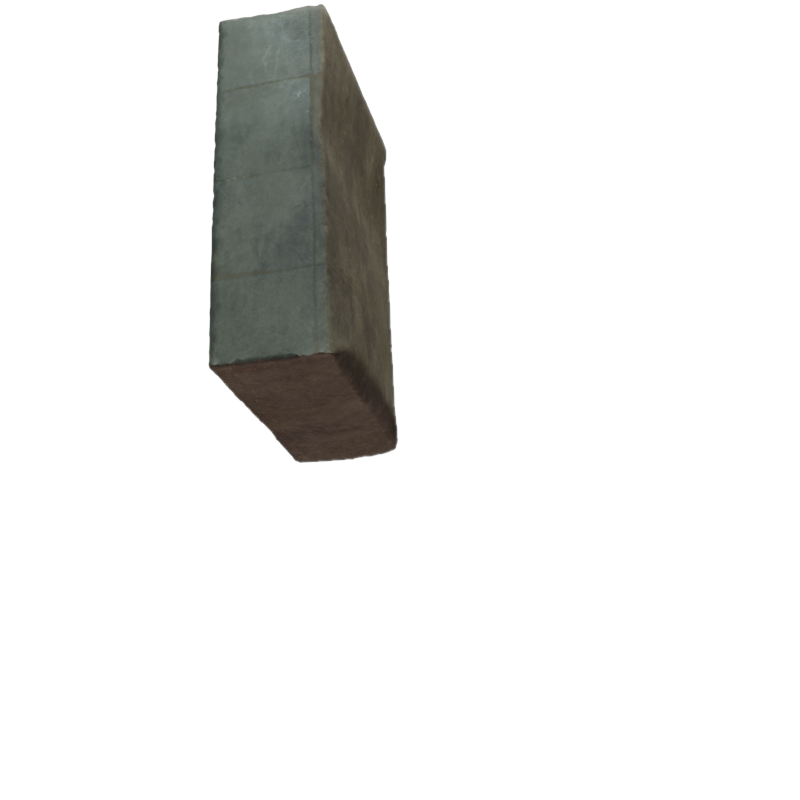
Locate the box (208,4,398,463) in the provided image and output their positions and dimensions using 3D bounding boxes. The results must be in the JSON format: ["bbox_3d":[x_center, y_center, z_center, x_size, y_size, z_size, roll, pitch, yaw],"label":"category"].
[{"bbox_3d":[-0.050,-0.091,0.638,0.073,0.226,0.153,-7,-25,10],"label":"box"}]
